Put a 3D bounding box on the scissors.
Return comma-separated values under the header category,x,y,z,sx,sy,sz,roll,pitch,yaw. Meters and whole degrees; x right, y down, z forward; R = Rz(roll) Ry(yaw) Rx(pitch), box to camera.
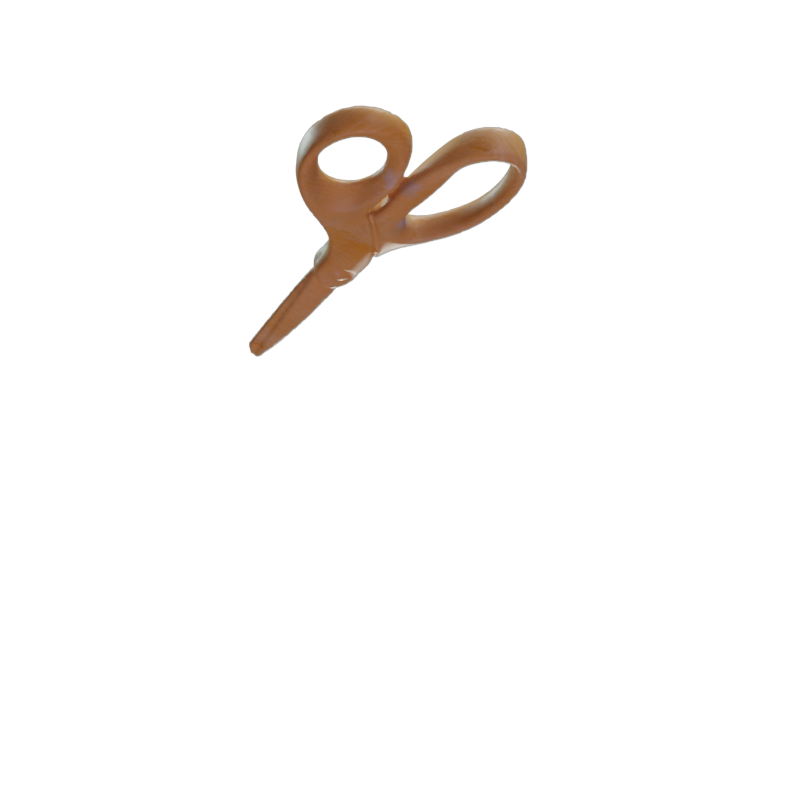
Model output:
category,x,y,z,sx,sy,sz,roll,pitch,yaw
scissors,-0.037,-0.067,0.470,0.090,0.017,0.202,23,-34,-38
